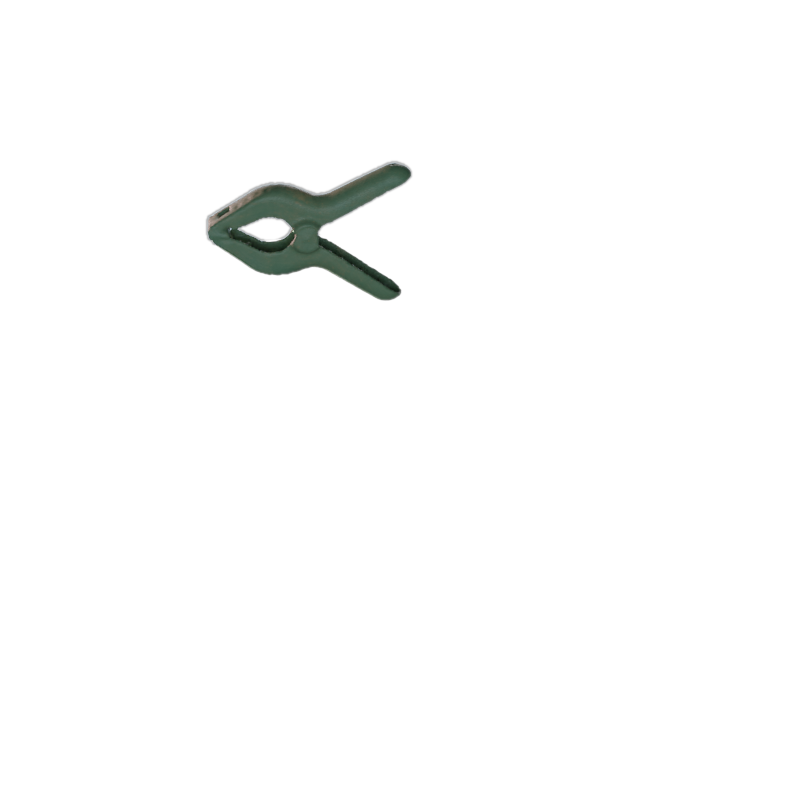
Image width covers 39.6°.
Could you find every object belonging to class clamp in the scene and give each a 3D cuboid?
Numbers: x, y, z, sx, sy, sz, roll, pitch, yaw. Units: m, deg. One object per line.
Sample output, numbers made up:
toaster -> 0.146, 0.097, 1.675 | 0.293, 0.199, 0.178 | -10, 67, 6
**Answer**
clamp -> -0.072, -0.132, 0.921 | 0.172, 0.115, 0.041 | -5, 19, 1
